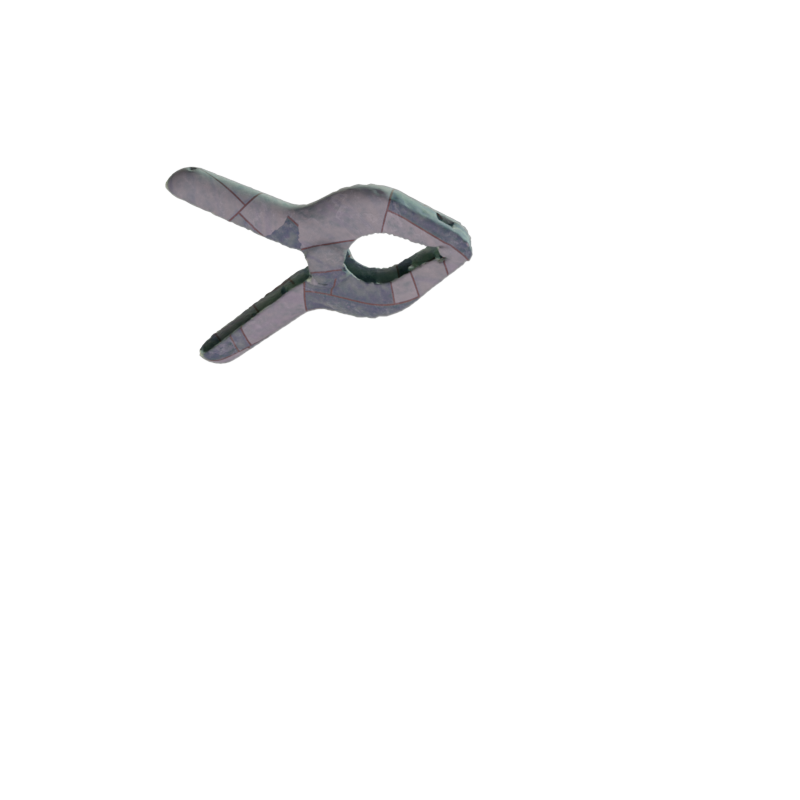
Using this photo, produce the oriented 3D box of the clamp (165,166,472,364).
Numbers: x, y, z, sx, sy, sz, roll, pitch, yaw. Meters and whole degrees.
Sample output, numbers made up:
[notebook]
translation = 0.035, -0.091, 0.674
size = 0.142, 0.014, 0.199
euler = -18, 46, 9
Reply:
[clamp]
translation = -0.049, -0.089, 0.625
size = 0.172, 0.112, 0.042
euler = -14, 30, 8
